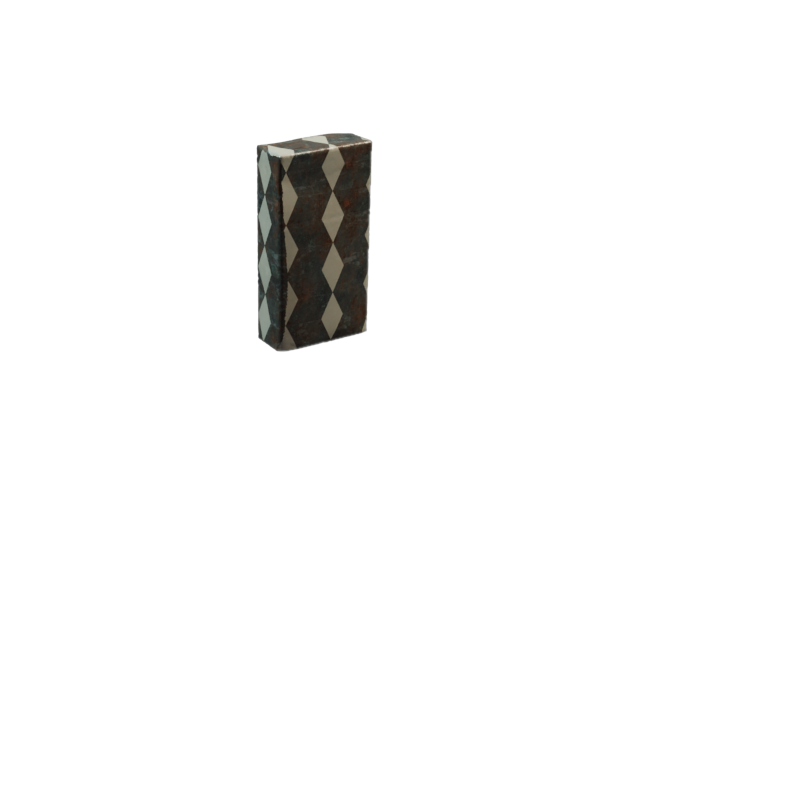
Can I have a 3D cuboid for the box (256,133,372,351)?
[{"bbox_3d":[-0.074,-0.135,0.942,0.091,0.169,0.051,-13,24,-33],"label":"box"}]
